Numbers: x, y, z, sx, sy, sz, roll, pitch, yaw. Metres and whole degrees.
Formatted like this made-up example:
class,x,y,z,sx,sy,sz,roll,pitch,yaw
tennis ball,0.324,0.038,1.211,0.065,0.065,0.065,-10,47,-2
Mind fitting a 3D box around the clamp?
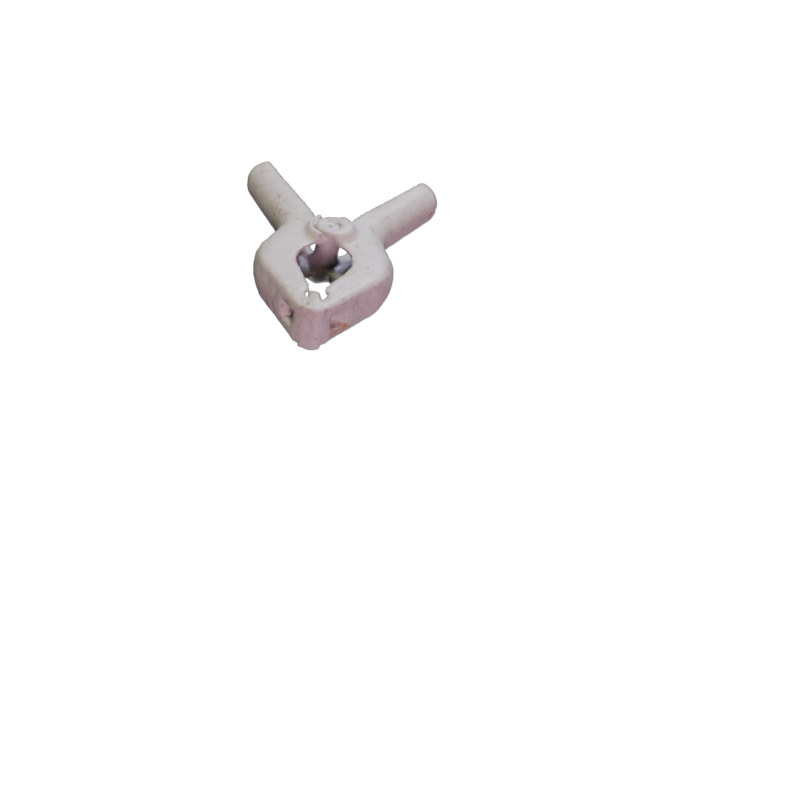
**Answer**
class,x,y,z,sx,sy,sz,roll,pitch,yaw
clamp,-0.051,-0.093,0.652,0.123,0.037,0.179,8,34,11
